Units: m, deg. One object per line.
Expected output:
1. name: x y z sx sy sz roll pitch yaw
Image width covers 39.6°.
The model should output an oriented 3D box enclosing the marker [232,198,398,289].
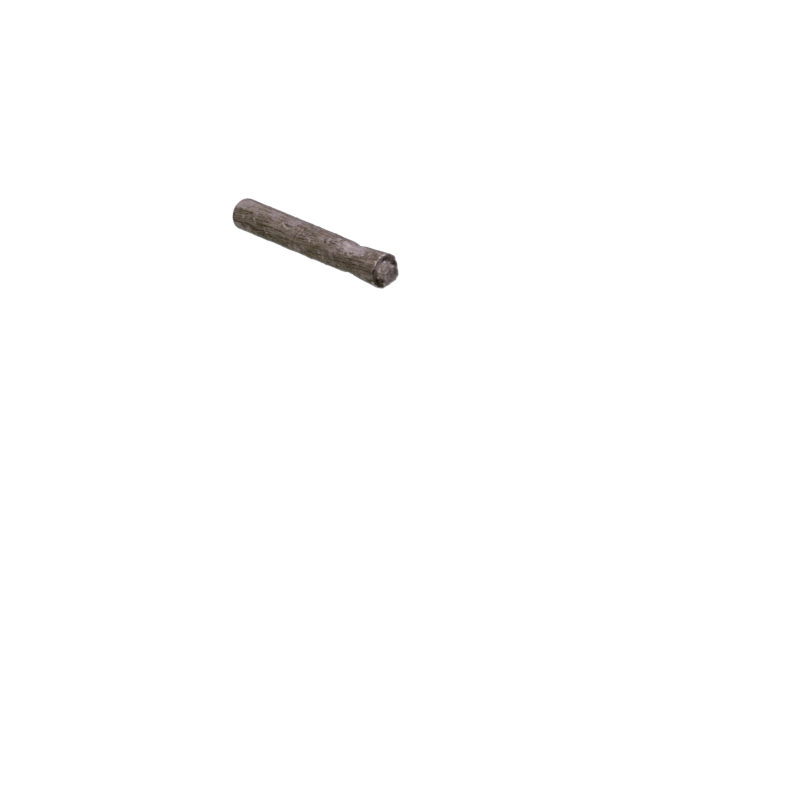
1. marker: -0.047 -0.086 0.601 0.019 0.019 0.129 -4 23 -45
